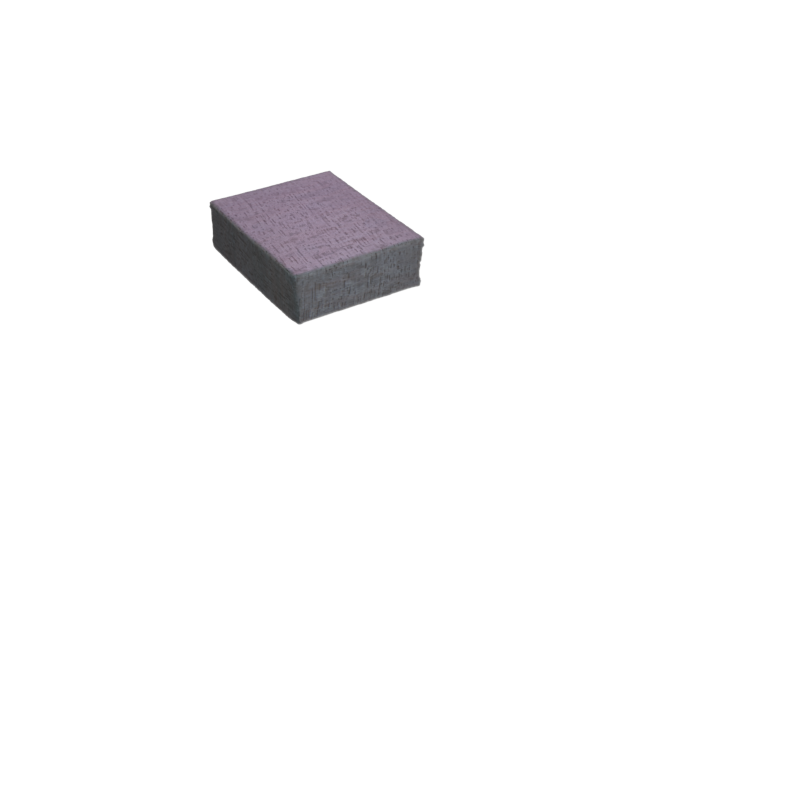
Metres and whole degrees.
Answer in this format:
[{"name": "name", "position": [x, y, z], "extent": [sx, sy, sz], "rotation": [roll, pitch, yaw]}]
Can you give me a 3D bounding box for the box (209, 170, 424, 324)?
[{"name": "box", "position": [-0.054, -0.098, 0.684], "extent": [0.089, 0.036, 0.122], "rotation": [-20, 41, -26]}]
